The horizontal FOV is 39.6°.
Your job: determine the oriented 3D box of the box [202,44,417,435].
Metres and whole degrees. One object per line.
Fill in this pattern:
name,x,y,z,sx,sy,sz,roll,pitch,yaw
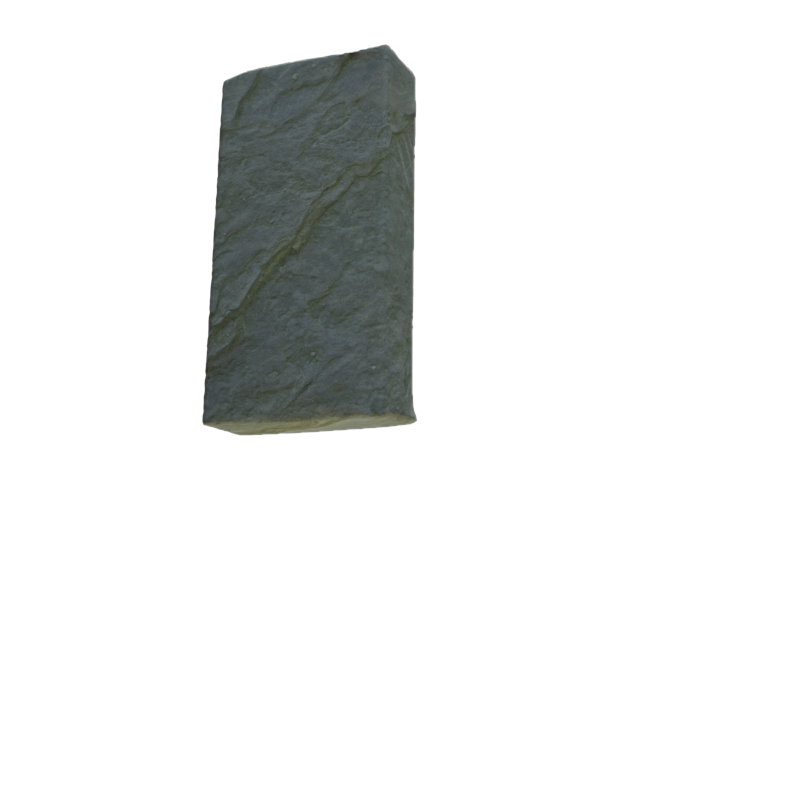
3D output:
box,-0.041,-0.075,0.526,0.095,0.183,0.045,-7,-16,23
